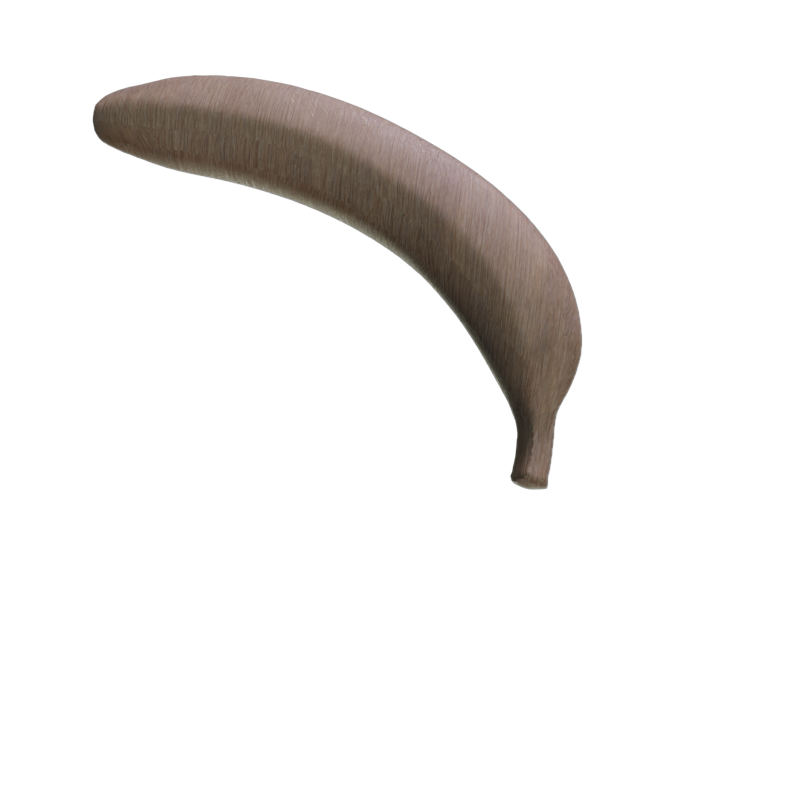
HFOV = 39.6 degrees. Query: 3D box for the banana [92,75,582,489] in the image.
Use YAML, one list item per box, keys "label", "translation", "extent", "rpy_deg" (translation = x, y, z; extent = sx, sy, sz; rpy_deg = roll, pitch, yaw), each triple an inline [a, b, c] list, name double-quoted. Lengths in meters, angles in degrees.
- label: "banana"
  translation: [-0.013, -0.061, 0.361]
  extent: [0.207, 0.070, 0.034]
  rpy_deg: [39, -22, 19]
